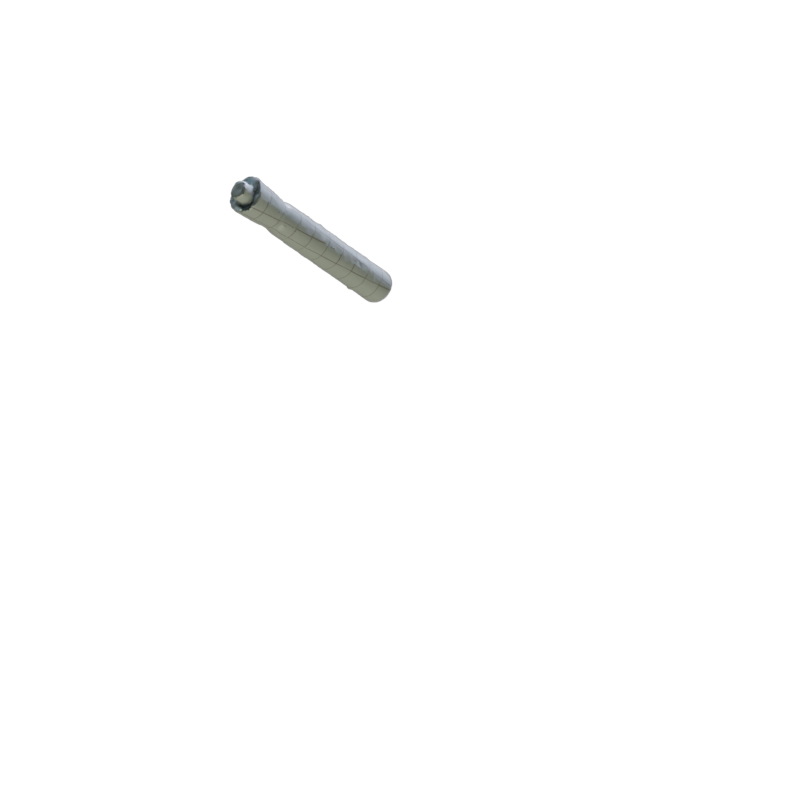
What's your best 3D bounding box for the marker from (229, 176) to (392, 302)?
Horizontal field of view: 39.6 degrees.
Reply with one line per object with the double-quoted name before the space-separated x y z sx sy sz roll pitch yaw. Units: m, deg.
"marker" -0.043 -0.079 0.552 0.021 0.020 0.113 3 -17 37
